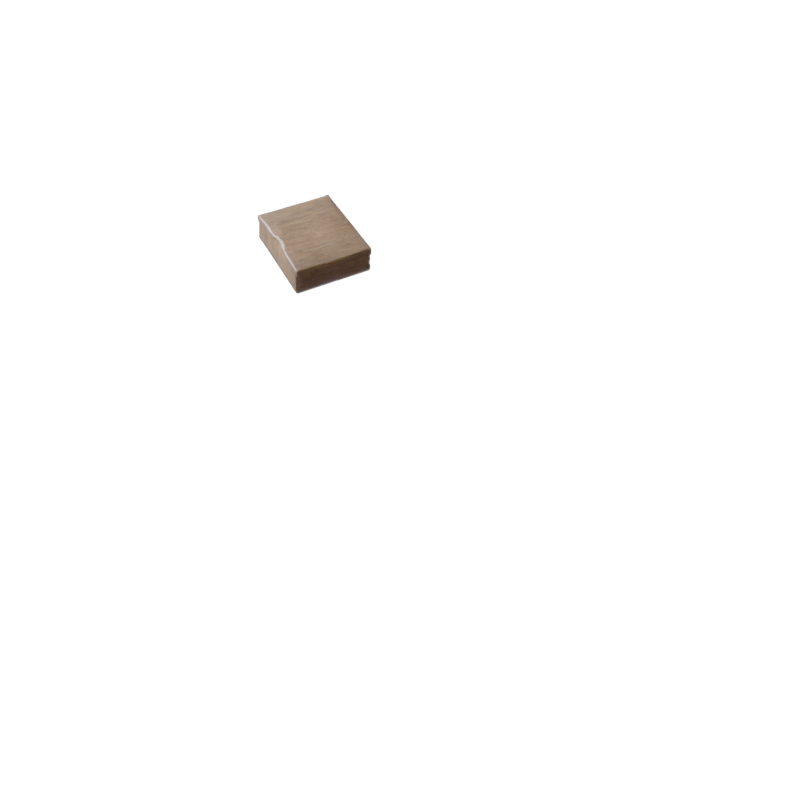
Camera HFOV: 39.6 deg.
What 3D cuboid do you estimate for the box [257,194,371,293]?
[{"bbox_3d":[-0.078,-0.143,0.998,0.072,0.028,0.097,-19,48,-19],"label":"box"}]
